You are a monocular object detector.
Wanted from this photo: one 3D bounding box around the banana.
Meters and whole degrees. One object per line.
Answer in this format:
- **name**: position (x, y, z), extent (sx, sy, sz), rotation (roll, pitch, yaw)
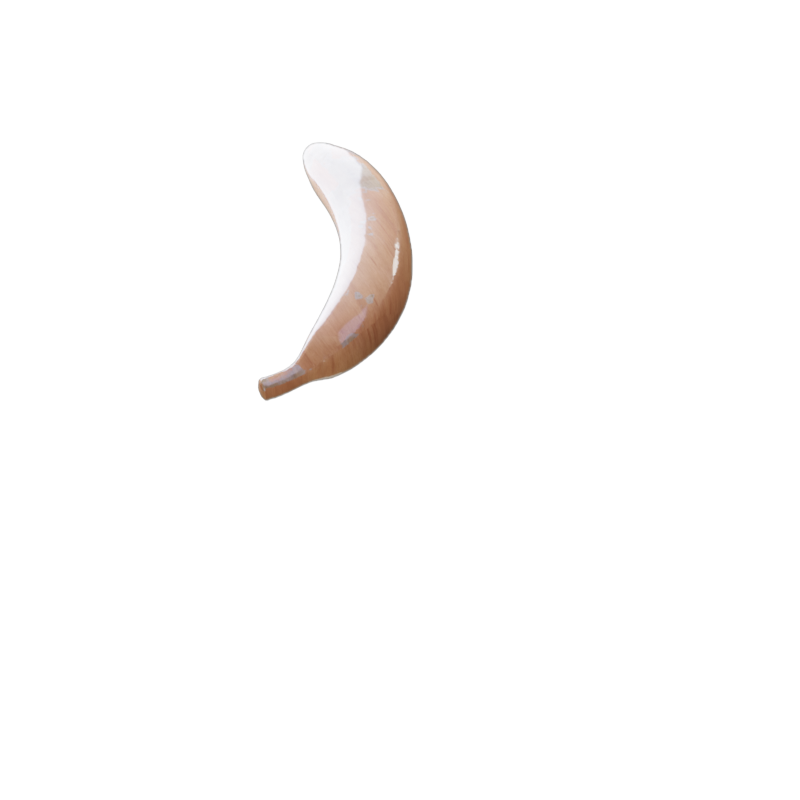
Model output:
- **banana**: position (-0.028, -0.079, 0.582), extent (0.070, 0.034, 0.211), rotation (3, 43, 2)
